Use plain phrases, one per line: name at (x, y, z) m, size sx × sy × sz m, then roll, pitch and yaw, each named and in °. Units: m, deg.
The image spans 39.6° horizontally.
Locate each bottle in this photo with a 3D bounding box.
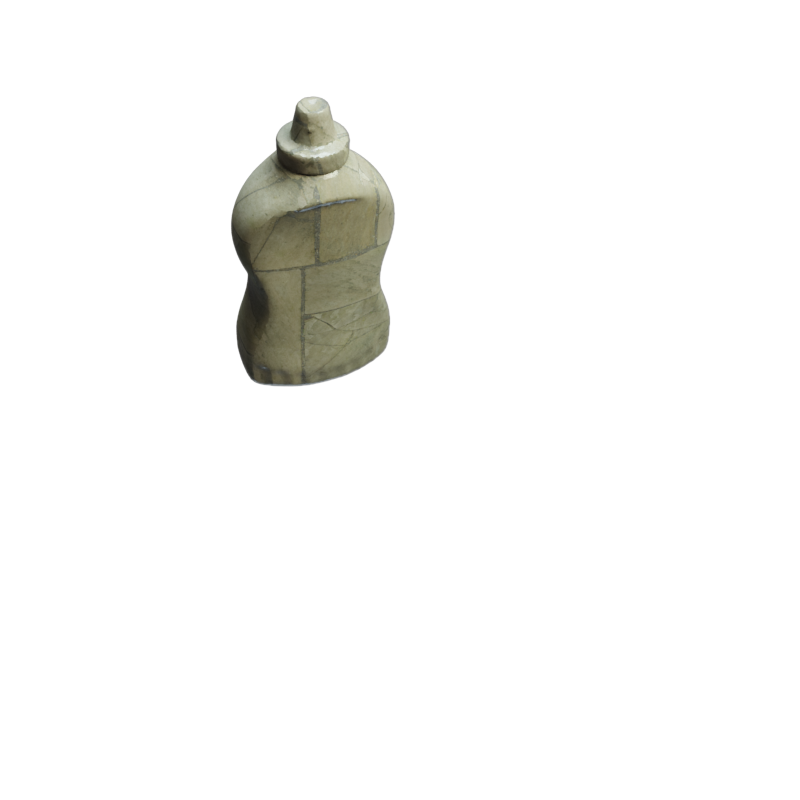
bottle at (-0.052, -0.094, 0.657) m, size 0.095 × 0.179 × 0.063 m, roll -12°, pitch 46°, yaw -15°
